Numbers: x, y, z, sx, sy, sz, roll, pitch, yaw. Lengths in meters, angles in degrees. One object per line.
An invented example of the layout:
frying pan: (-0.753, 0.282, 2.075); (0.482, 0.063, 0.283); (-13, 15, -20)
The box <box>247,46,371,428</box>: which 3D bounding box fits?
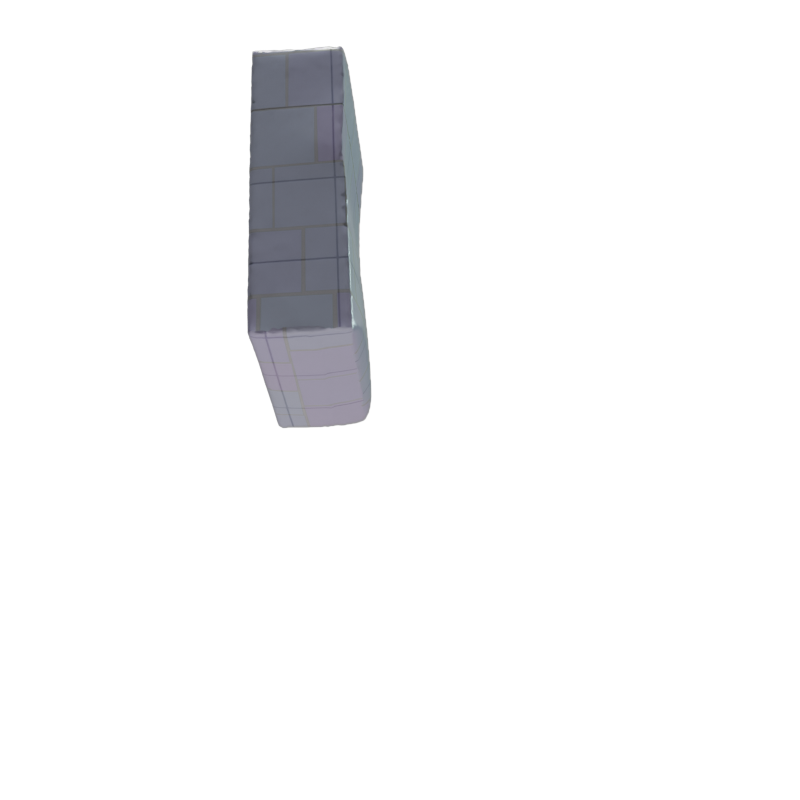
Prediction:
box: (-0.060, -0.109, 0.764); (0.072, 0.227, 0.154); (-3, -26, 1)
